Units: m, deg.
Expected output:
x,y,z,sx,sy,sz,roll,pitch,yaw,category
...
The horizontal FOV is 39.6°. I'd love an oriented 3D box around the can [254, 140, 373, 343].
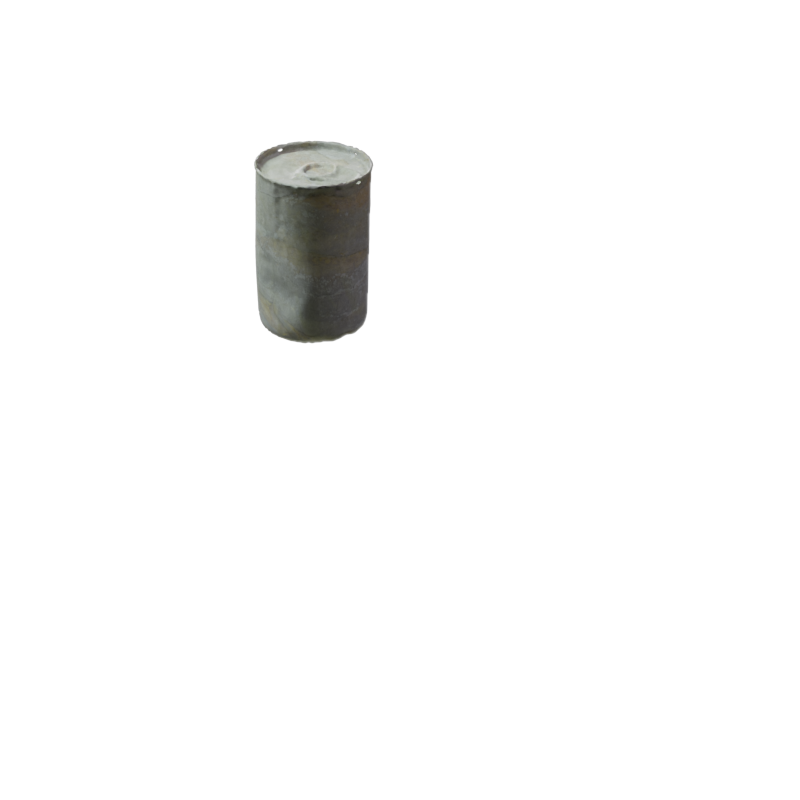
x,y,z,sx,sy,sz,roll,pitch,yaw,category
-0.051,-0.093,0.655,0.068,0.096,0.073,0,29,-2,can
